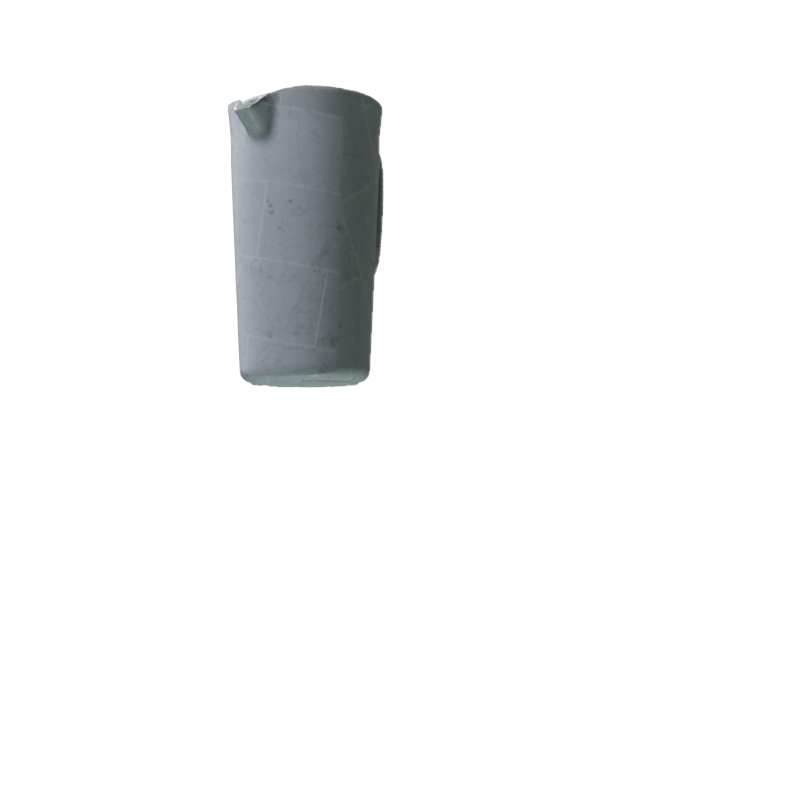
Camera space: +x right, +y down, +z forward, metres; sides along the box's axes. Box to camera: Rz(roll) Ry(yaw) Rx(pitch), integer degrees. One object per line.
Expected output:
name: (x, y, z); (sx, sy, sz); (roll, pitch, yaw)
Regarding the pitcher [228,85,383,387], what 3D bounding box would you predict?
pitcher: (-0.074, -0.135, 0.944); (0.147, 0.249, 0.144); (1, -8, -11)
